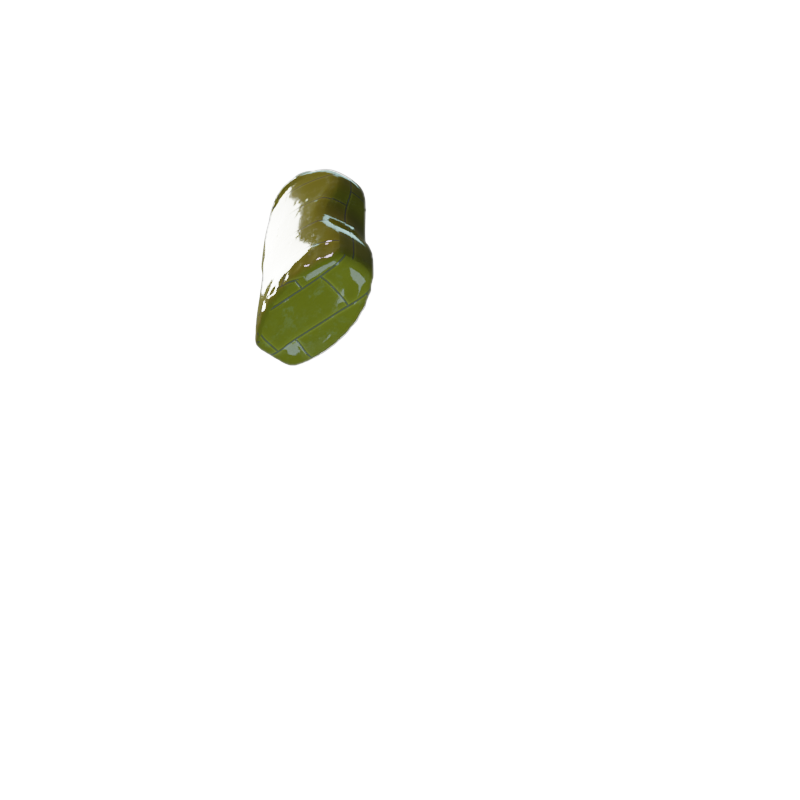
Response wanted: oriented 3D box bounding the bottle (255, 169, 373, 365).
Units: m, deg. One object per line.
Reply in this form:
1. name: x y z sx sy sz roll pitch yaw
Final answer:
1. bottle: -0.064 -0.116 0.809 0.056 0.094 0.205 30 28 -23
